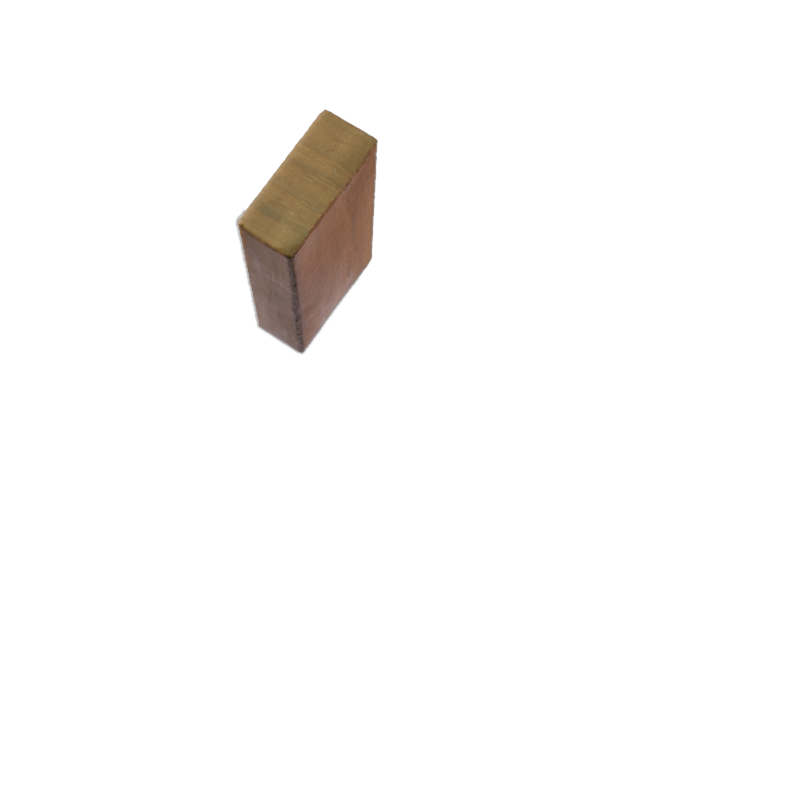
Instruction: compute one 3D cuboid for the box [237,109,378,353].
[{"bbox_3d":[-0.056,-0.102,0.715,0.049,0.095,0.169,33,-15,5],"label":"box"}]
